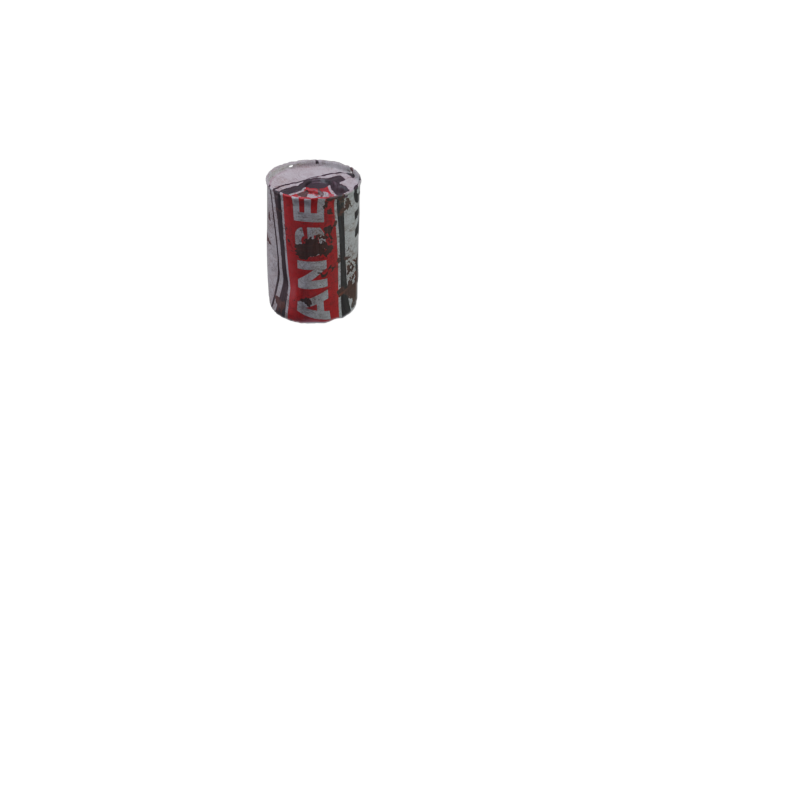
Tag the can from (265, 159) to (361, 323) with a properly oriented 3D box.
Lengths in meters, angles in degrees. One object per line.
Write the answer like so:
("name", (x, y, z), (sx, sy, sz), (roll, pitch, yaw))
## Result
("can", (-0.063, -0.115, 0.806), (0.068, 0.096, 0.073), (0, 30, -2))
